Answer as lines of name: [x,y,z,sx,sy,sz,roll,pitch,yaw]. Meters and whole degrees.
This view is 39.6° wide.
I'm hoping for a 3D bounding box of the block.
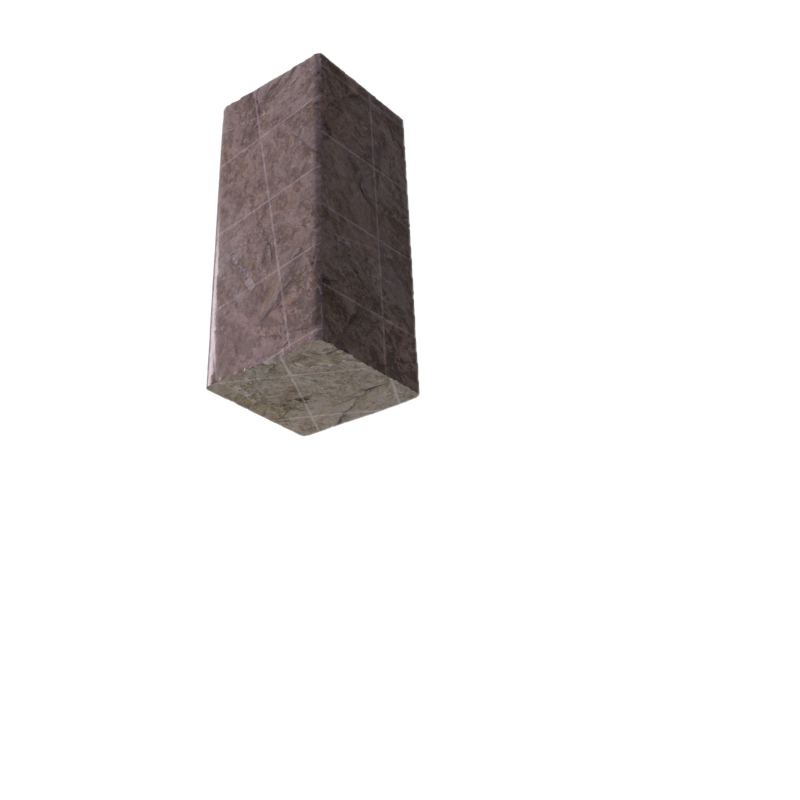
block: [-0.054,-0.097,0.685,0.091,0.220,0.084,-24,-37,31]
